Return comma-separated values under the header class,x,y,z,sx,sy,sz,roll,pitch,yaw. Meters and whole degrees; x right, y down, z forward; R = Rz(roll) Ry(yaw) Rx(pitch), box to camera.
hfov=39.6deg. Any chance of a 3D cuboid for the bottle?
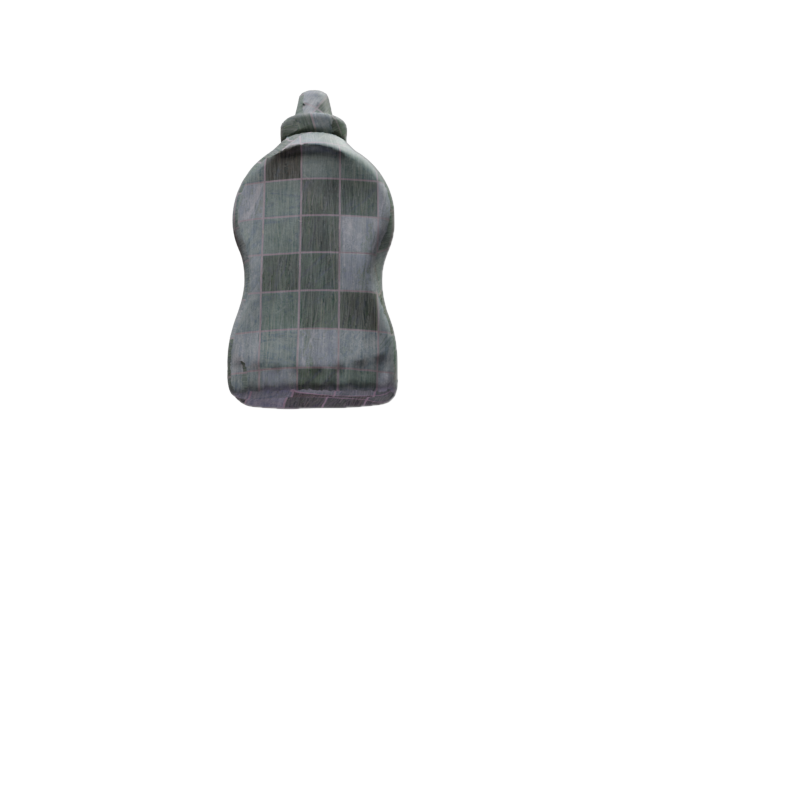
class,x,y,z,sx,sy,sz,roll,pitch,yaw
bottle,-0.051,-0.094,0.657,0.097,0.200,0.055,-3,-17,6
